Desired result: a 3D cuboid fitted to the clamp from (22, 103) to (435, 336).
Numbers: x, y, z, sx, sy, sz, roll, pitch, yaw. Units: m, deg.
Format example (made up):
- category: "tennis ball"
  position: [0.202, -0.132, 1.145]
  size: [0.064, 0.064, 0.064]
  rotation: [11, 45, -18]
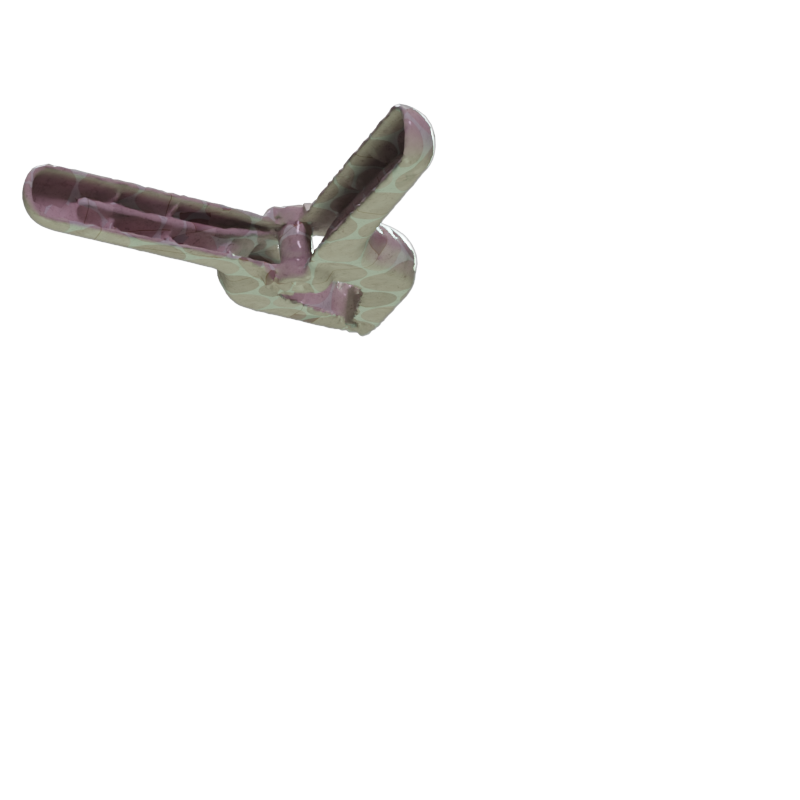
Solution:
- category: "clamp"
  position: [-0.038, -0.070, 0.490]
  size: [0.168, 0.038, 0.197]
  rotation: [-6, -15, 22]
